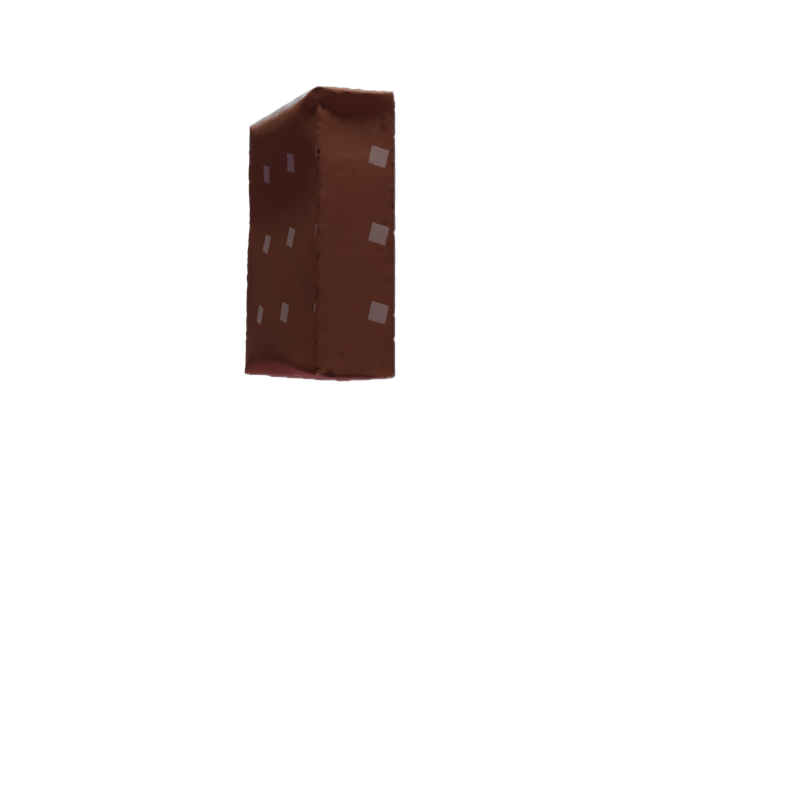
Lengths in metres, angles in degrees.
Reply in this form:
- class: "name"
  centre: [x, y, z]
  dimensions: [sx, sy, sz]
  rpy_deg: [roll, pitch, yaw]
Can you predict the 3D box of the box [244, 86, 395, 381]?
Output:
- class: "box"
  centre: [-0.068, -0.124, 0.869]
  dimensions: [0.070, 0.216, 0.168]
  rpy_deg: [2, -3, -25]
